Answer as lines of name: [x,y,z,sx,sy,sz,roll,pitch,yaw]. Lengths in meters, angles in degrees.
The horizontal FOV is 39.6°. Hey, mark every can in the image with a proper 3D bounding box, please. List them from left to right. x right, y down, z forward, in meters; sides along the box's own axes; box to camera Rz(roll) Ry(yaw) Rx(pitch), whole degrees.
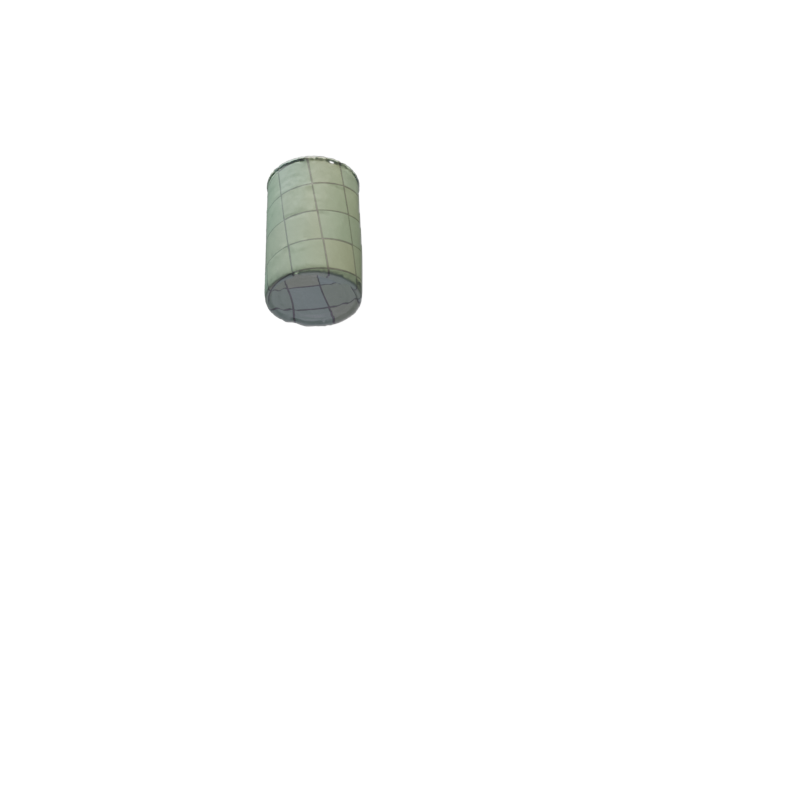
can: [-0.061,-0.111,0.777,0.068,0.109,0.064,-1,-34,-2]
